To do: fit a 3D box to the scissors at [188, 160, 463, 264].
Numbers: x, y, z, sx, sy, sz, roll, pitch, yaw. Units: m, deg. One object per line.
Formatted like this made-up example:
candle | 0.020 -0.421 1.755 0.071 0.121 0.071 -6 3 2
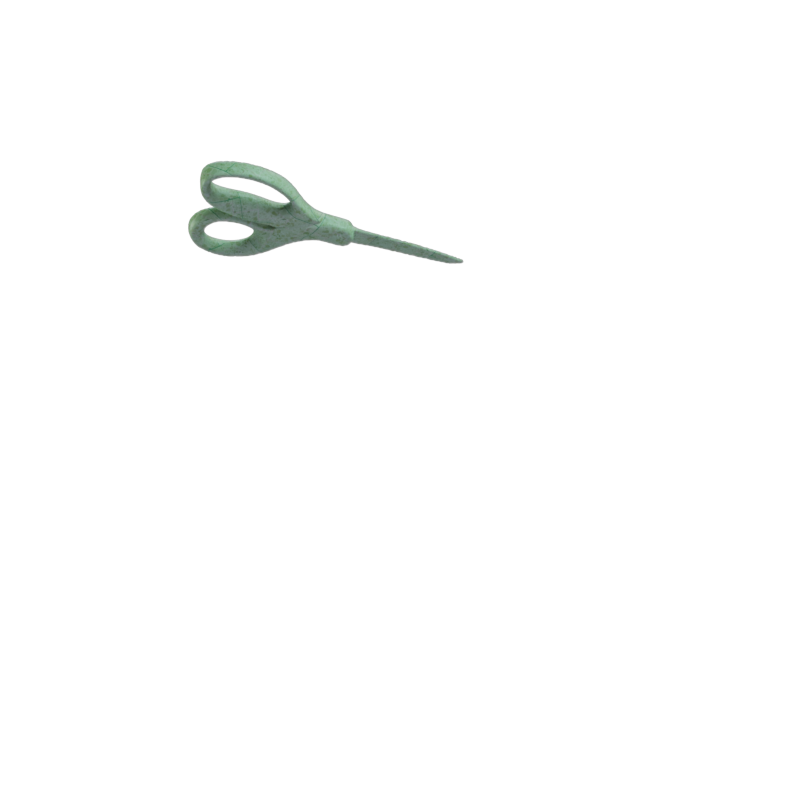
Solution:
scissors | -0.061 -0.111 0.780 0.191 0.017 0.095 23 -39 -31
